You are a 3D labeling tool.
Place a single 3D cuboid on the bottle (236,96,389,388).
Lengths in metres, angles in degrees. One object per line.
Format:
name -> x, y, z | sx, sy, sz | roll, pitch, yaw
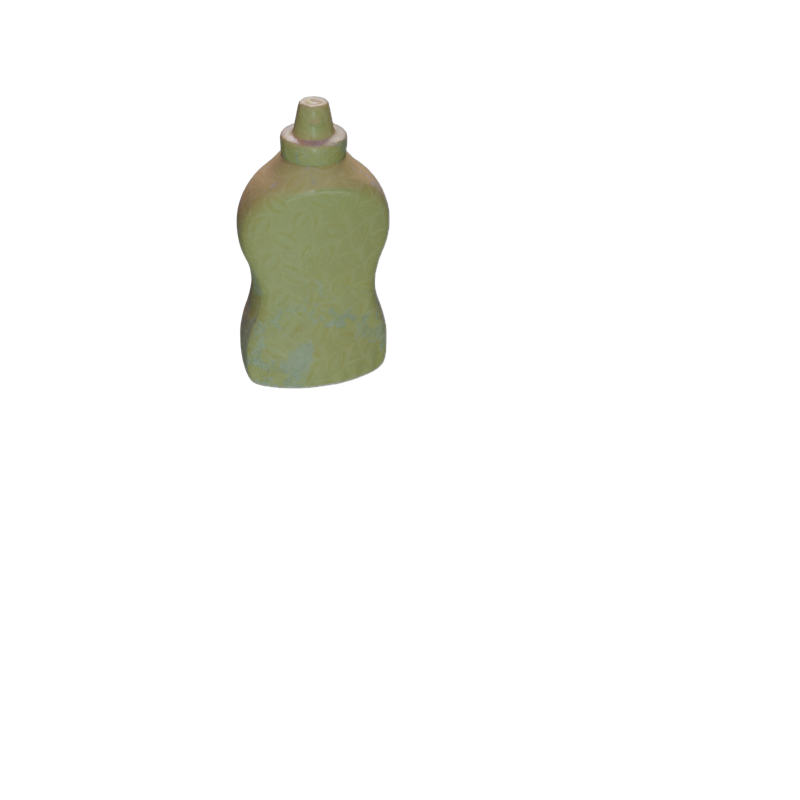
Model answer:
bottle -> -0.055, -0.100, 0.704 | 0.095, 0.180, 0.063 | -5, 32, -12
